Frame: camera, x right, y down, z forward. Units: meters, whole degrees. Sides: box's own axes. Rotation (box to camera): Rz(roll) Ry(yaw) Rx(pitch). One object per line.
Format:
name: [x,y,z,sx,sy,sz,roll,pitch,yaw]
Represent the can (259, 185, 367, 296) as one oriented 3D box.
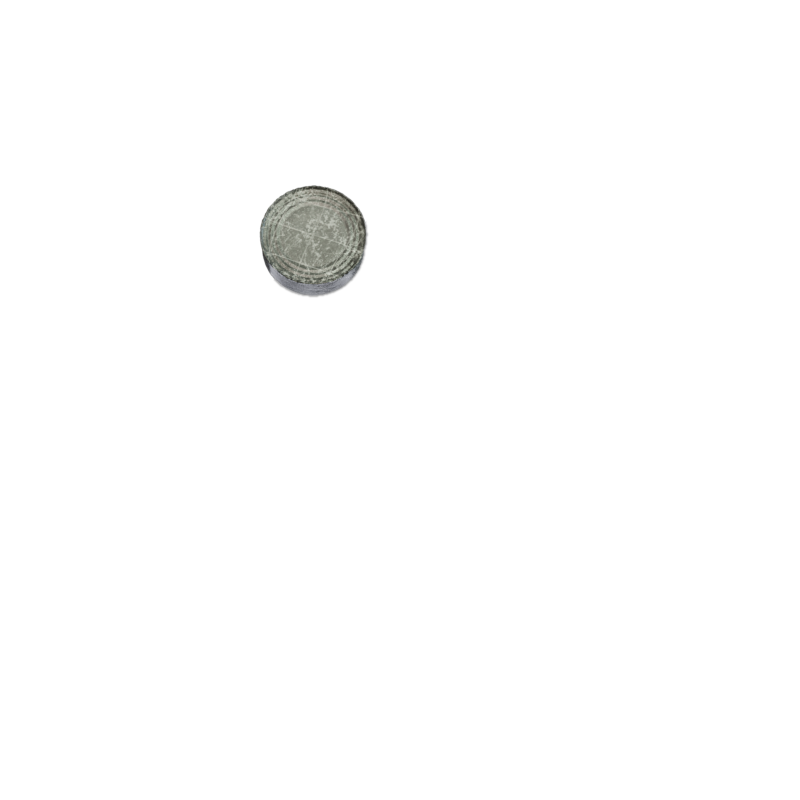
can: [-0.070,-0.128,0.898,0.086,0.090,0.032,-1,-21,-1]
